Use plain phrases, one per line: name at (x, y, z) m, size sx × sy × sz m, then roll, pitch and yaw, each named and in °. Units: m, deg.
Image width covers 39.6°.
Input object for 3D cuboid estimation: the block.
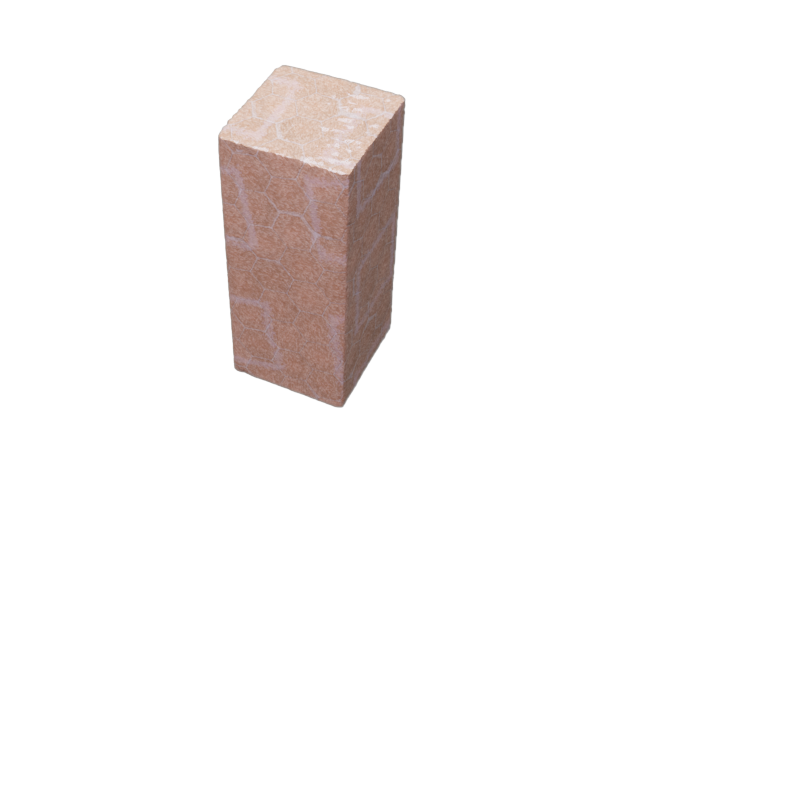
block at (-0.058, -0.106, 0.741) m, size 0.093 × 0.192 × 0.094 m, roll 19°, pitch 48°, yaw 14°
